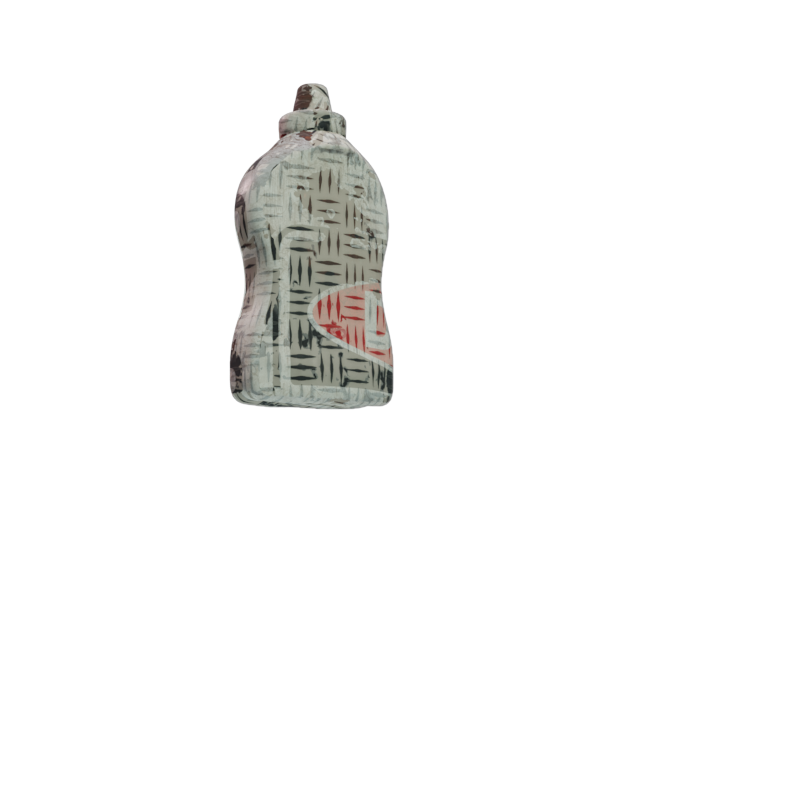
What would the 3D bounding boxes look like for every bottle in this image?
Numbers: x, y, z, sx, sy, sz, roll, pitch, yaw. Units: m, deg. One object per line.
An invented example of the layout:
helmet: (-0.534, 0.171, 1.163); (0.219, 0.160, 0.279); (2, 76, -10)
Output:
bottle: (-0.051, -0.093, 0.651); (0.092, 0.197, 0.059); (6, -13, -31)
